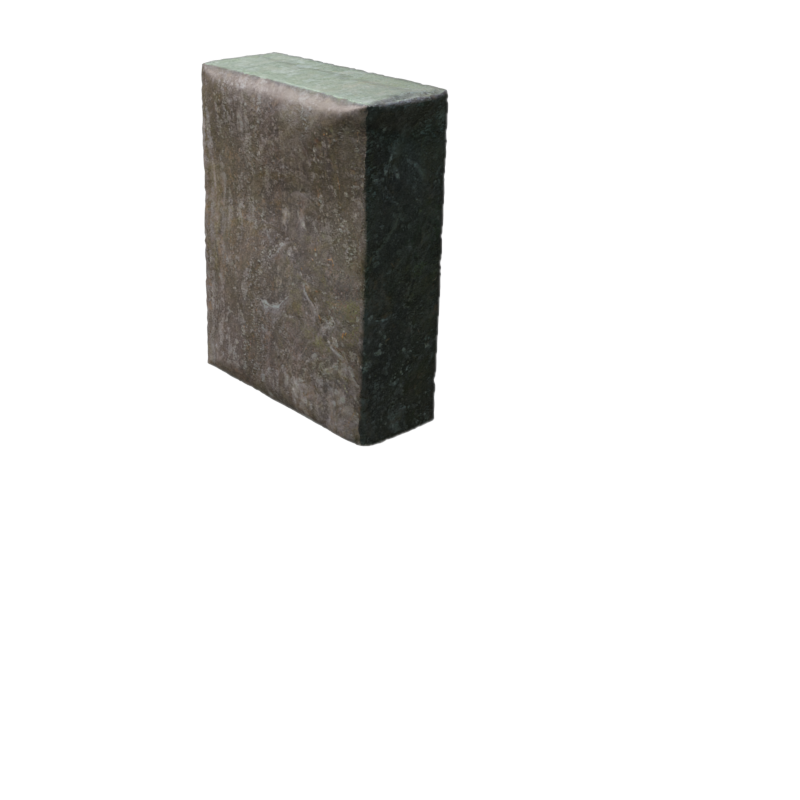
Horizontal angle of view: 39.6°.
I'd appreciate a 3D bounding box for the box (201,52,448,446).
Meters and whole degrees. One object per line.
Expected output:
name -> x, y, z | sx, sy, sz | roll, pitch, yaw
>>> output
box -> -0.055, -0.100, 0.701 | 0.071, 0.204, 0.175 | -16, 28, -39
